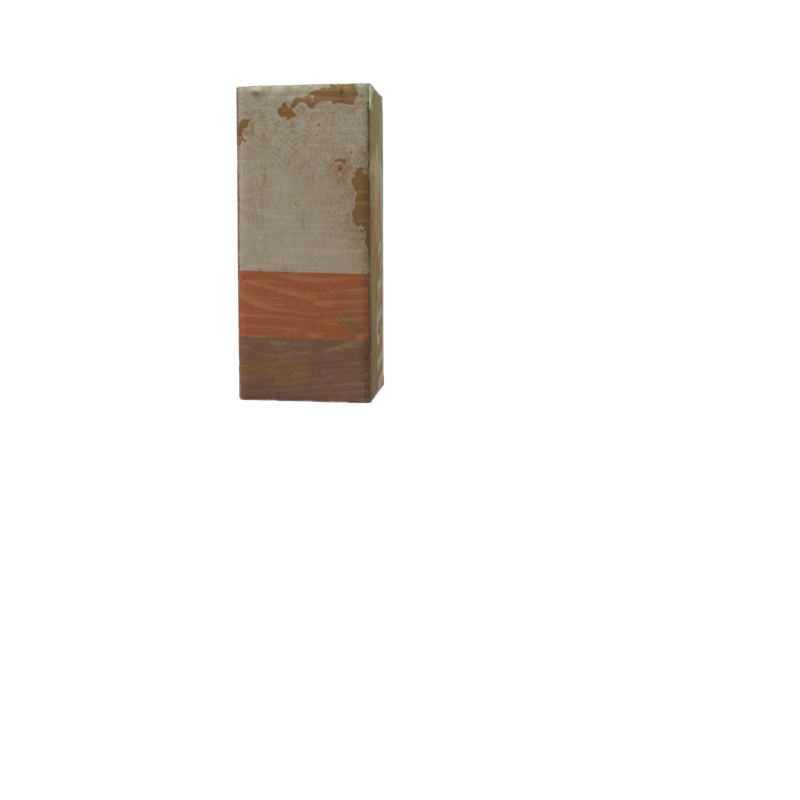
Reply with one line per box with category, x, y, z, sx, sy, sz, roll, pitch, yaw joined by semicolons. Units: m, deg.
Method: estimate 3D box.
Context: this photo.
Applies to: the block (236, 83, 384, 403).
block;-0.060;-0.109;0.760;0.092;0.205;0.090;0;3;7
